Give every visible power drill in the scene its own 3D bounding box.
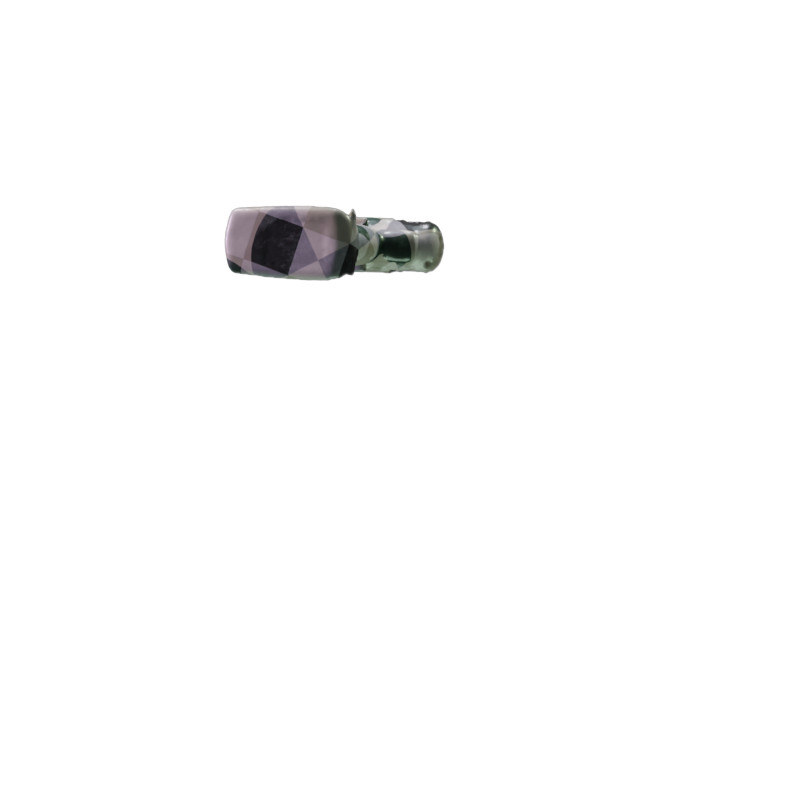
[{"bbox_3d":[-0.073,-0.134,0.938,0.190,0.057,0.184,3,9,21],"label":"power drill"}]
